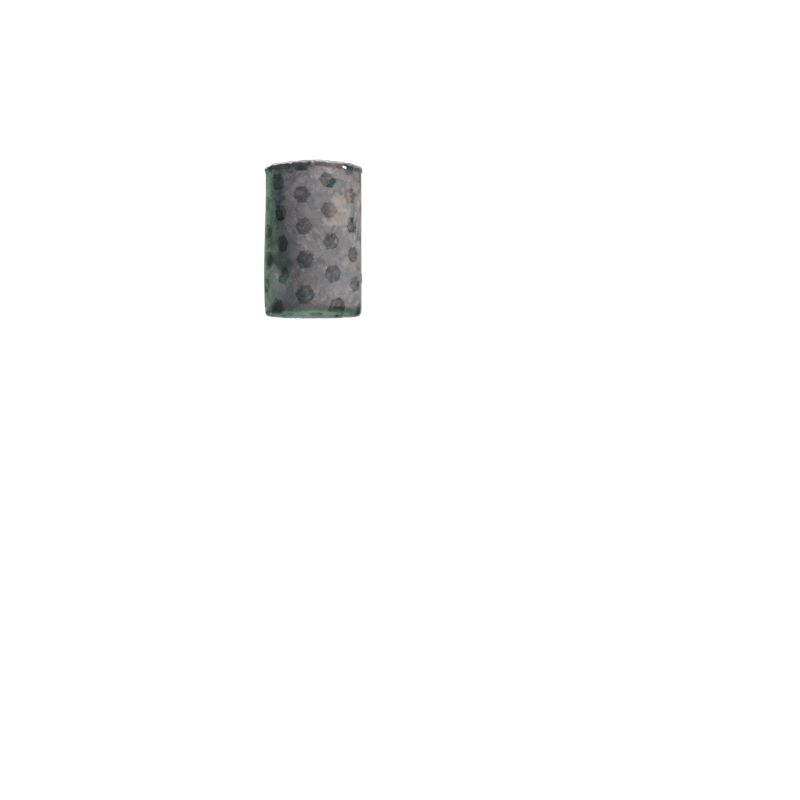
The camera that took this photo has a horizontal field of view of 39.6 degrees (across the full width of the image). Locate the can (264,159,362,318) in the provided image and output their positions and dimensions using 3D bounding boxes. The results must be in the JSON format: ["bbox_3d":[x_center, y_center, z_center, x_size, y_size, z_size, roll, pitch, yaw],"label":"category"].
[{"bbox_3d":[-0.060,-0.109,0.762,0.068,0.104,0.068,0,-5,-2],"label":"can"}]
